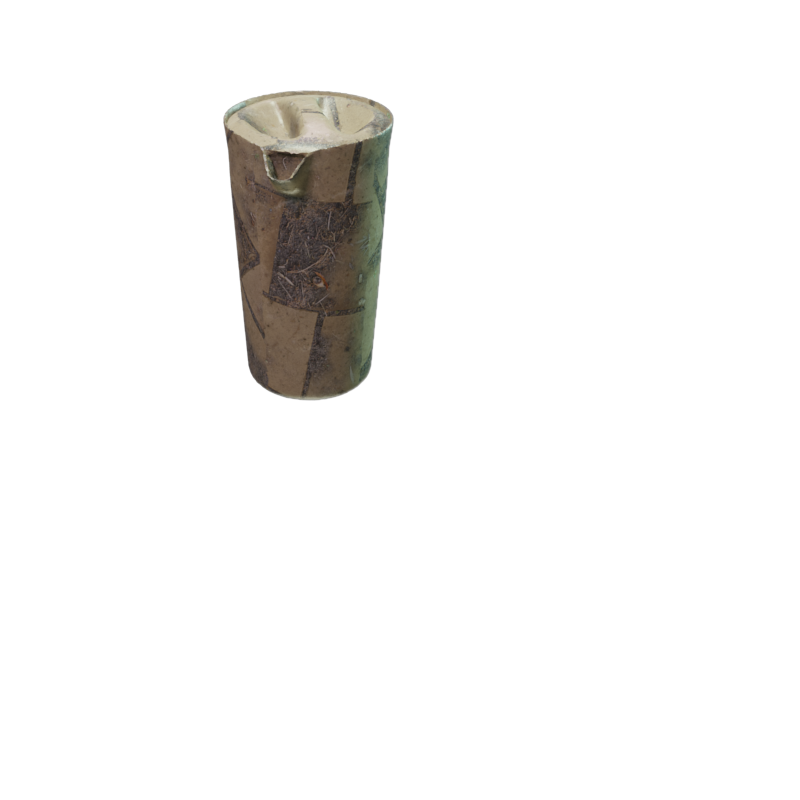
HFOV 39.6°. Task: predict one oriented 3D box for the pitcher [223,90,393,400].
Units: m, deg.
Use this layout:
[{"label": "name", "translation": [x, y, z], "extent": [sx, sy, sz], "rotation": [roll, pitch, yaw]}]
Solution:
[{"label": "pitcher", "translation": [-0.073, -0.132, 0.926], "extent": [0.147, 0.229, 0.156], "rotation": [-17, 35, -30]}]
